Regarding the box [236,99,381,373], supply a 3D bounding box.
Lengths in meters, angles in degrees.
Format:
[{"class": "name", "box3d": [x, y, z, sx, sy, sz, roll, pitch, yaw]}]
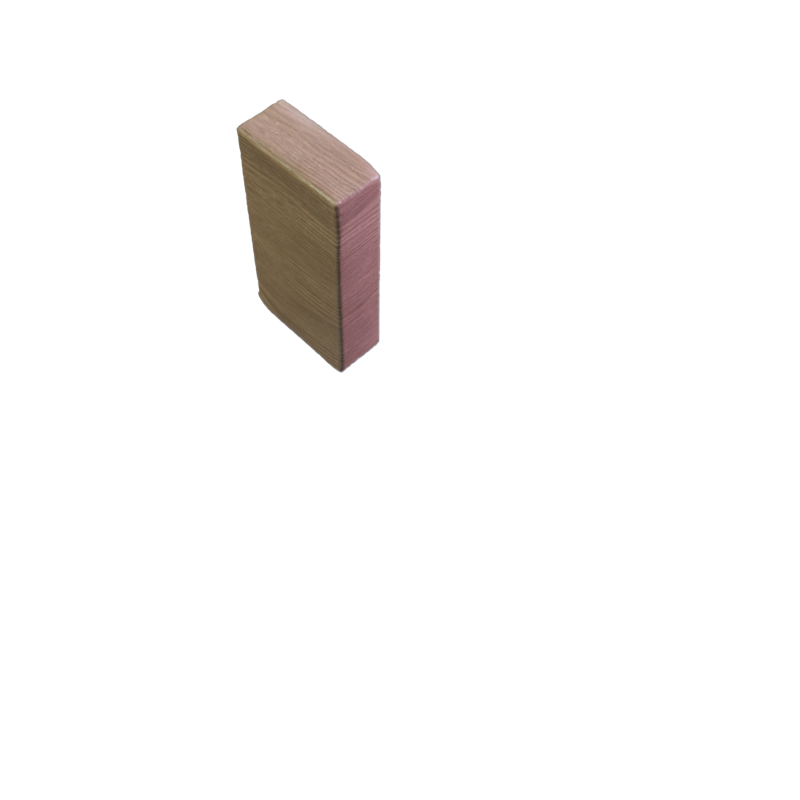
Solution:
[{"class": "box", "box3d": [-0.057, -0.104, 0.730, 0.048, 0.099, 0.165, -35, -27, -26]}]
